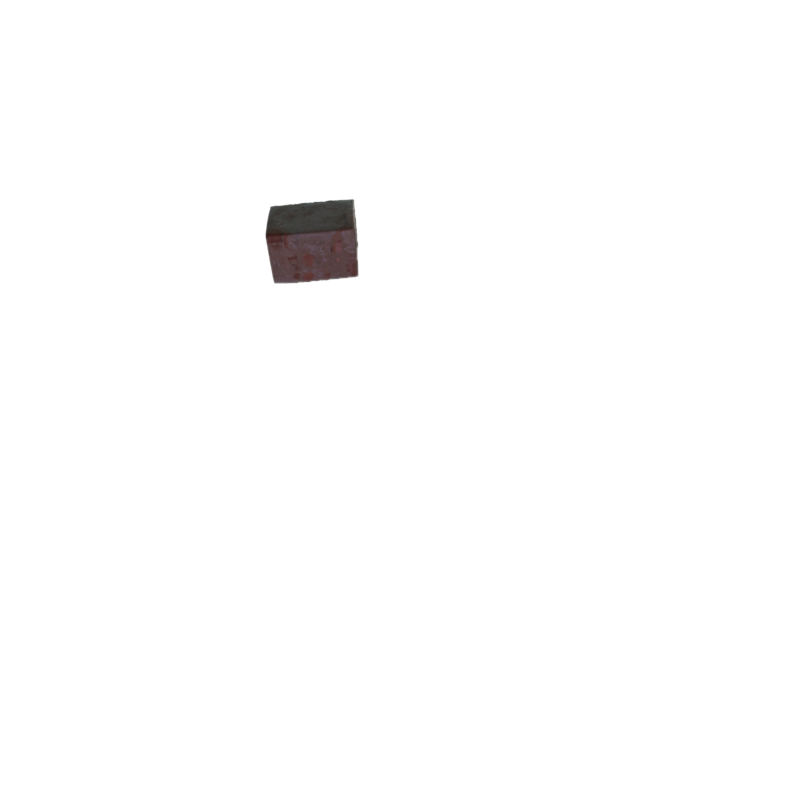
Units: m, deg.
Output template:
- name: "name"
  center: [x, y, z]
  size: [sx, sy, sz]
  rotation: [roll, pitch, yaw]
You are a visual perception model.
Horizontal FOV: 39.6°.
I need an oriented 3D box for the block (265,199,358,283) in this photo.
- name: "block"
  center: [-0.077, -0.140, 0.979]
  size: [0.078, 0.049, 0.055]
  rotation: [-4, 37, 2]
